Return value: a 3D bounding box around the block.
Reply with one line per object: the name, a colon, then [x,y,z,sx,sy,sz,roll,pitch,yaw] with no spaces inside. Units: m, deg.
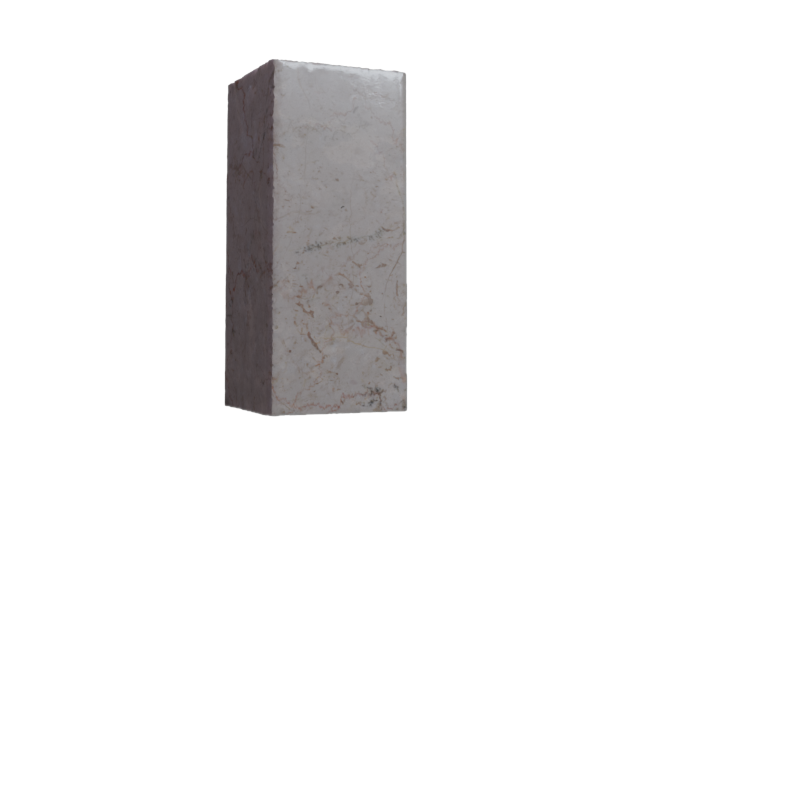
block: [-0.054,-0.099,0.692,0.088,0.208,0.092,1,-3,-25]
